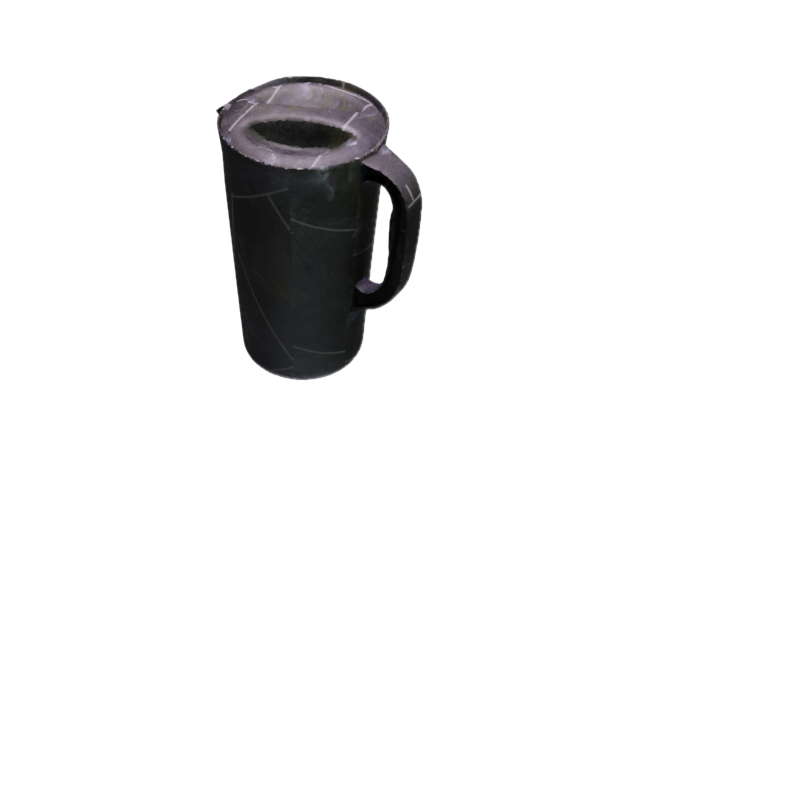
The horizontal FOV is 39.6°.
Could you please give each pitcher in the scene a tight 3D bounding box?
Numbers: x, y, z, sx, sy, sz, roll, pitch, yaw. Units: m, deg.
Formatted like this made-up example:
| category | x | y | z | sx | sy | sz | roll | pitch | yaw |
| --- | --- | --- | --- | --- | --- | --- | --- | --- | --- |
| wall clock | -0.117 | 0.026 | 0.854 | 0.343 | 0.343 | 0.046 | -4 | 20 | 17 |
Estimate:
| category | x | y | z | sx | sy | sz | roll | pitch | yaw |
| --- | --- | --- | --- | --- | --- | --- | --- | --- | --- |
| pitcher | -0.072 | -0.131 | 0.916 | 0.143 | 0.227 | 0.161 | -6 | 43 | -10 |
